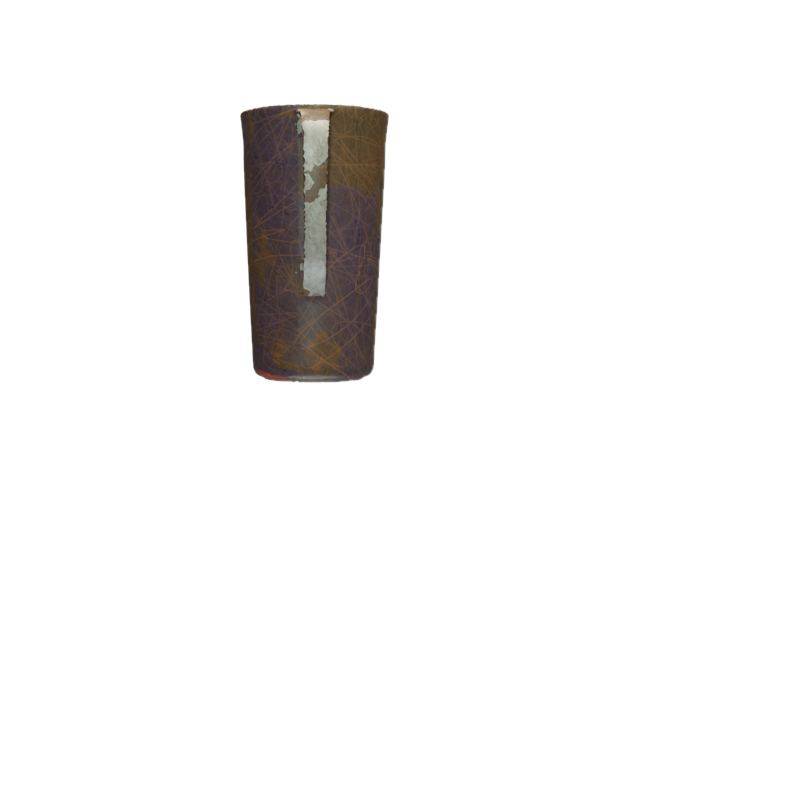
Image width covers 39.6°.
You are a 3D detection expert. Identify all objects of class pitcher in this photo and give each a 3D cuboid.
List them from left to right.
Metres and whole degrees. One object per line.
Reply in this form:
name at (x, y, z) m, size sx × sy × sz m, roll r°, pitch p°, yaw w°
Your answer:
pitcher at (-0.077, -0.140, 0.981) m, size 0.150 × 0.244 × 0.143 m, roll 0°, pitch 0°, yaw 41°
